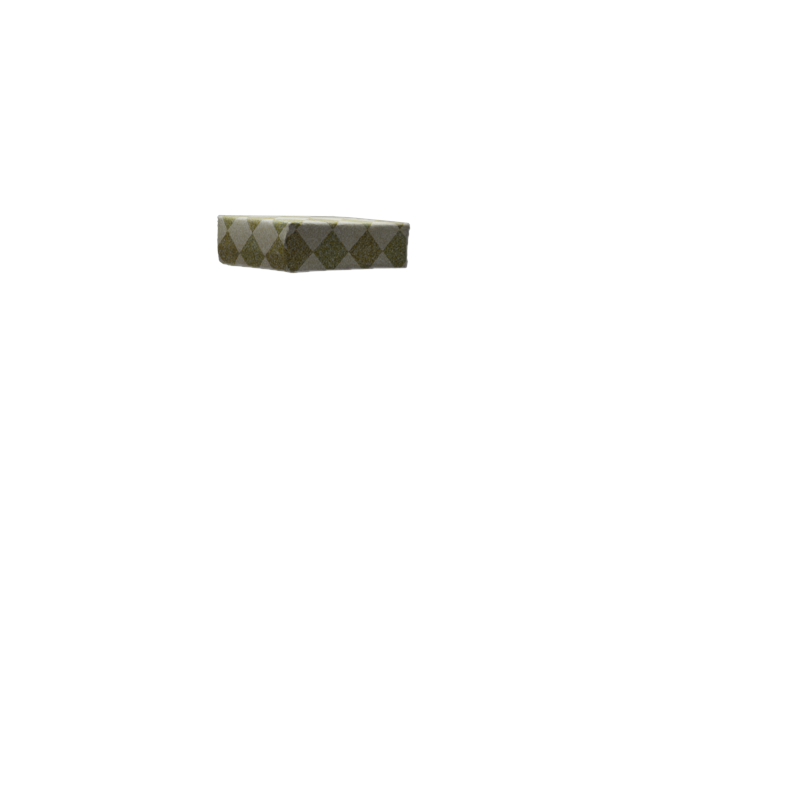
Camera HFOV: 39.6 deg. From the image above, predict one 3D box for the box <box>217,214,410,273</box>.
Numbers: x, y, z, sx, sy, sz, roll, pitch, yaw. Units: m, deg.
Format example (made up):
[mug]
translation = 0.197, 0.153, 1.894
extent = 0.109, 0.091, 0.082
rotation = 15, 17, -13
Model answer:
[box]
translation = -0.063, -0.115, 0.806
extent = 0.110, 0.038, 0.094
rotation = -9, 14, -39
